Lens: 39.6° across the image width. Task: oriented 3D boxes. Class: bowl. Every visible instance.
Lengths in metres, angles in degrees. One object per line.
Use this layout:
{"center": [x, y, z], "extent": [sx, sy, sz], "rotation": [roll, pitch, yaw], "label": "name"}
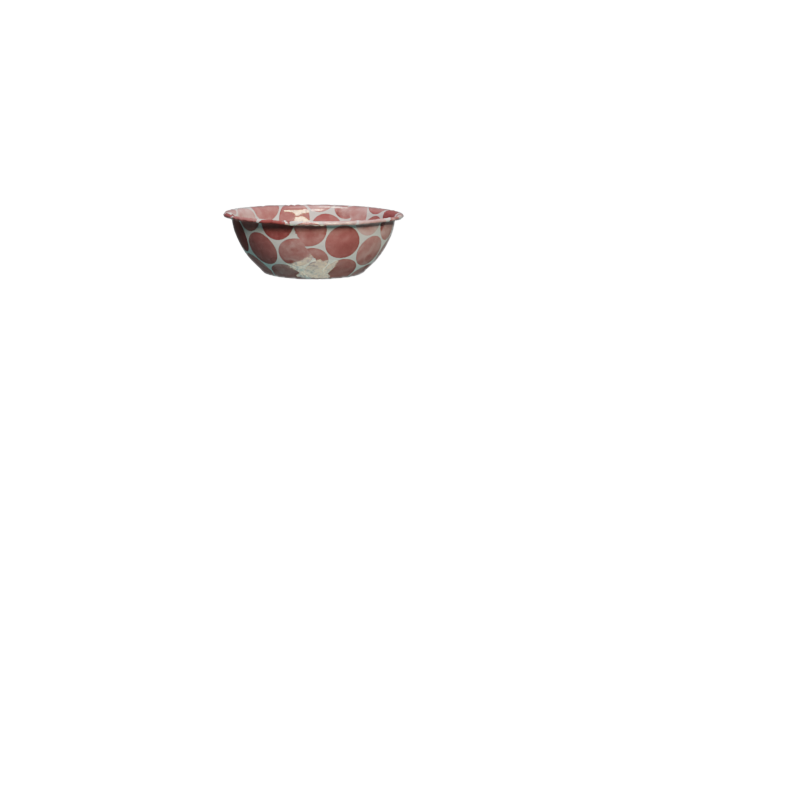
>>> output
{"center": [-0.078, -0.143, 0.999], "extent": [0.162, 0.054, 0.167], "rotation": [0, 14, -2], "label": "bowl"}
